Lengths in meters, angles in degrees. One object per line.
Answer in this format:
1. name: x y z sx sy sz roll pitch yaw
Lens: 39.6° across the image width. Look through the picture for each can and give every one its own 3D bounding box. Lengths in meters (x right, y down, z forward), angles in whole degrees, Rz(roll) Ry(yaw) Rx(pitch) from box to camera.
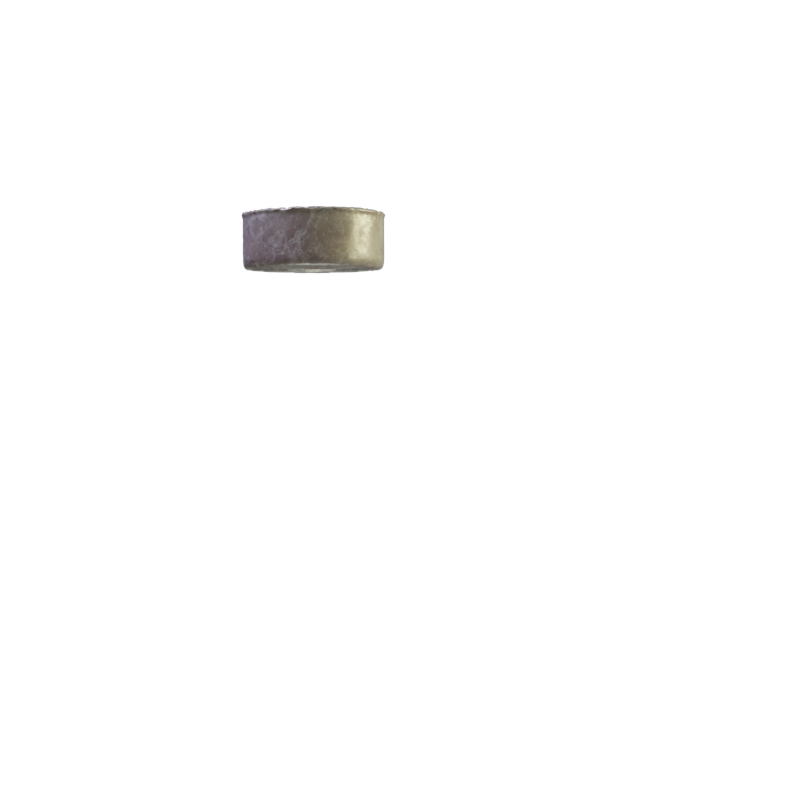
1. can: -0.052 -0.094 0.661 0.086 0.034 0.086 0 2 -2
